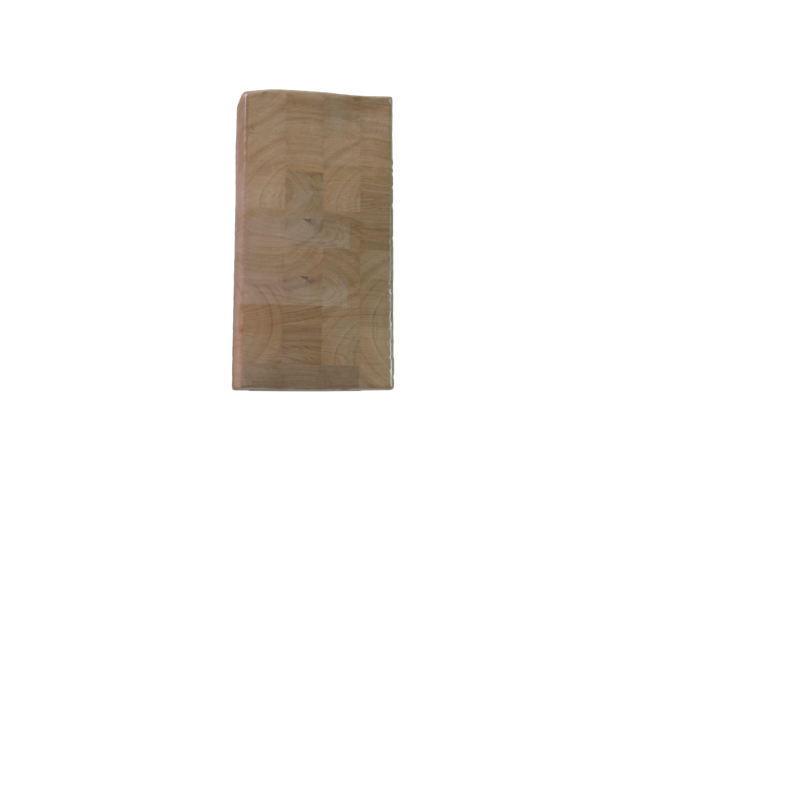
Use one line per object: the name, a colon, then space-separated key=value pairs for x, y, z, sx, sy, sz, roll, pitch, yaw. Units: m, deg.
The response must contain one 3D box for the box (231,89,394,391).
box: x=-0.052 y=-0.094 z=0.659 sx=0.092 sy=0.179 sz=0.048 roll=1 pitch=-6 yaw=-11
